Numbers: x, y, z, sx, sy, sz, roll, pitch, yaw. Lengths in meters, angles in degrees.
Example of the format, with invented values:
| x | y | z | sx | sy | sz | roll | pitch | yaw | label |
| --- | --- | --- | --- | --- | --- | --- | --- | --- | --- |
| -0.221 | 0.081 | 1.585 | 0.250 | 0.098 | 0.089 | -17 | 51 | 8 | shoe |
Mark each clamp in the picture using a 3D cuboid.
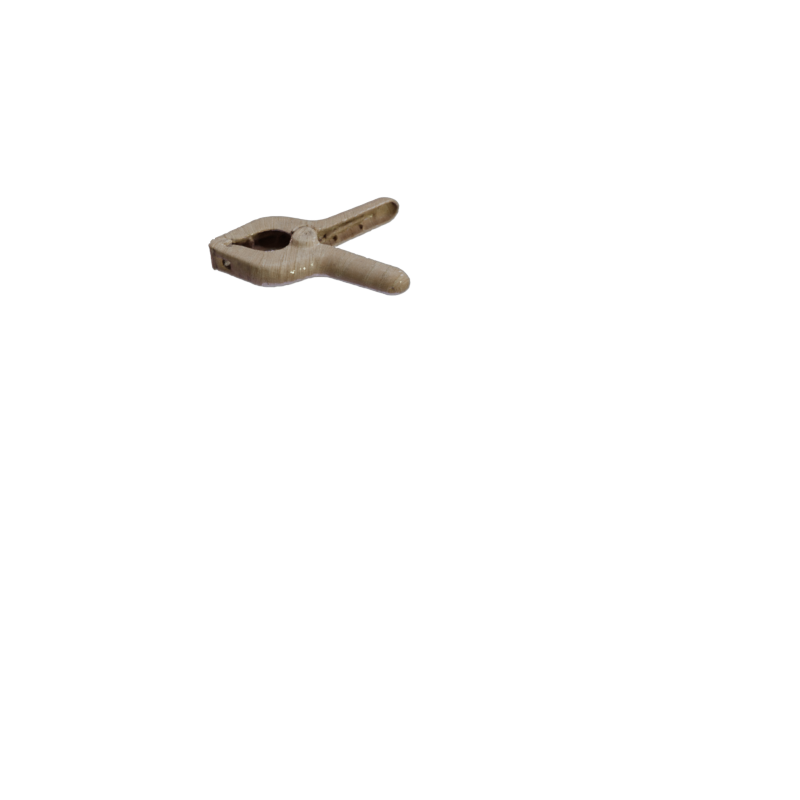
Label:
| x | y | z | sx | sy | sz | roll | pitch | yaw | label |
| --- | --- | --- | --- | --- | --- | --- | --- | --- | --- |
| -0.074 | -0.135 | 0.948 | 0.173 | 0.037 | 0.127 | 4 | 37 | 5 | clamp |
